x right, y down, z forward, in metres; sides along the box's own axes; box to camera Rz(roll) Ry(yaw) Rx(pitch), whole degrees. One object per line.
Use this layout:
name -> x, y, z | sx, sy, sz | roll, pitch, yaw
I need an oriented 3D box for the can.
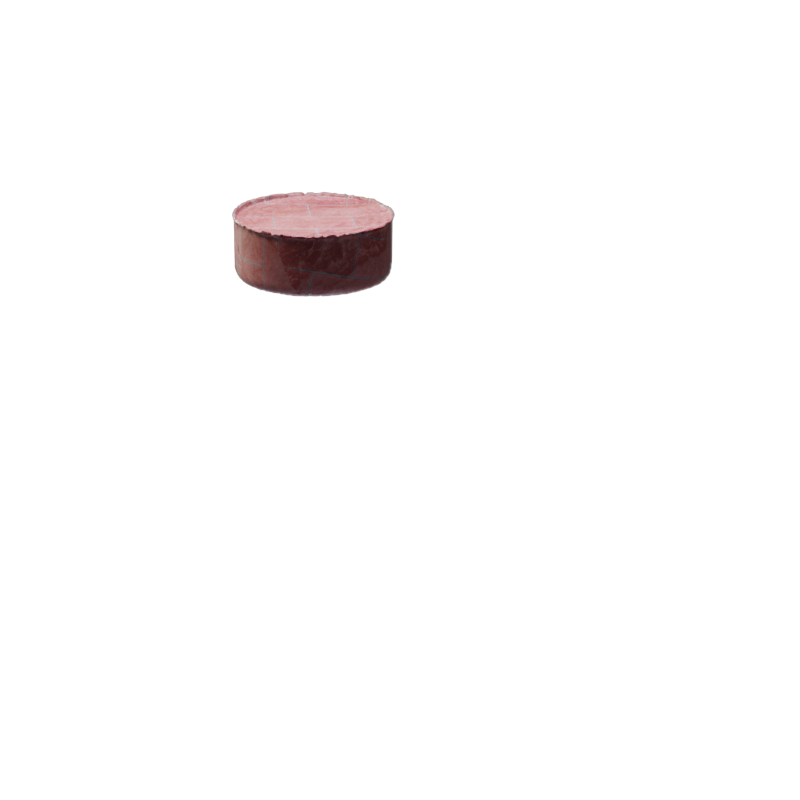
can -> -0.046, -0.084, 0.591 | 0.086, 0.032, 0.090 | -1, 24, -2
